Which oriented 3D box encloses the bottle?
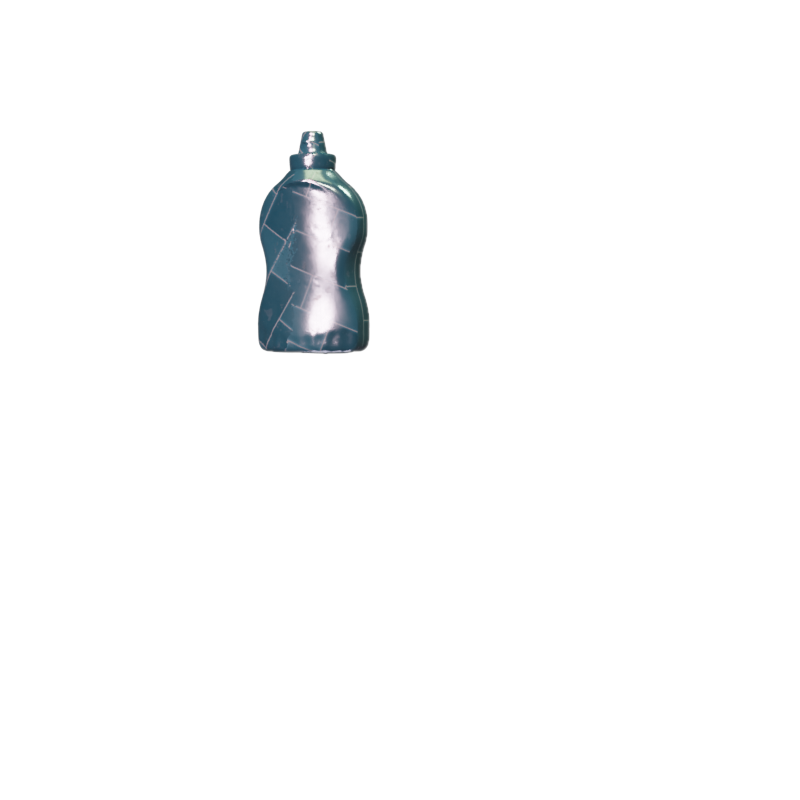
[{"bbox_3d":[-0.076,-0.138,0.965,0.099,0.193,0.056,0,-2,25],"label":"bottle"}]
